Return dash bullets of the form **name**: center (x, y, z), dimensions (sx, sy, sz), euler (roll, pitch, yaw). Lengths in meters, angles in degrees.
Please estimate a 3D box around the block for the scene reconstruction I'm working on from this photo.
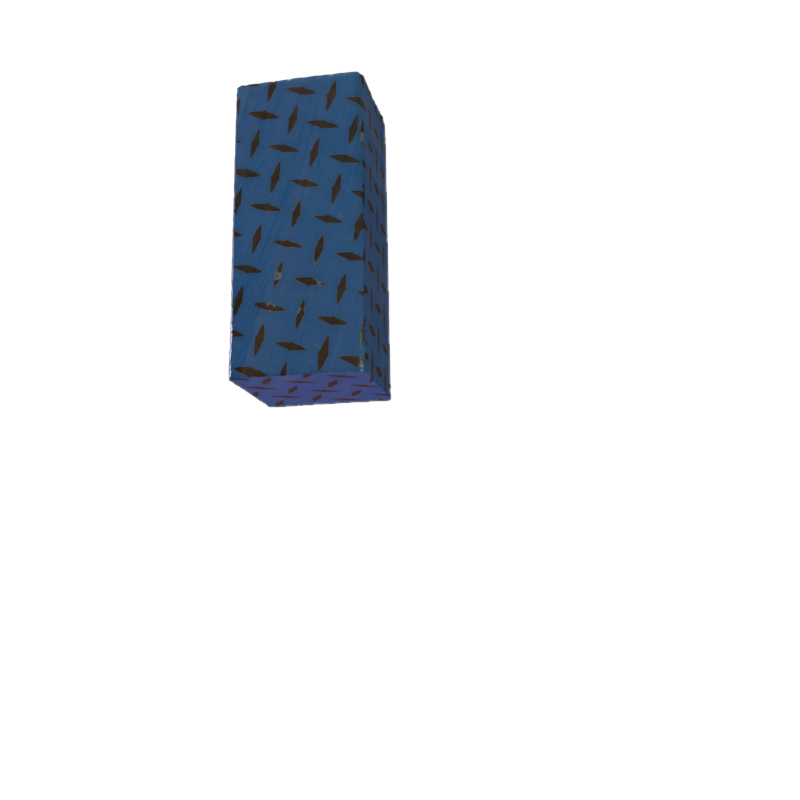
- **block**: center (-0.059, -0.108, 0.755), dimensions (0.091, 0.216, 0.085), euler (-5, -19, 11)
